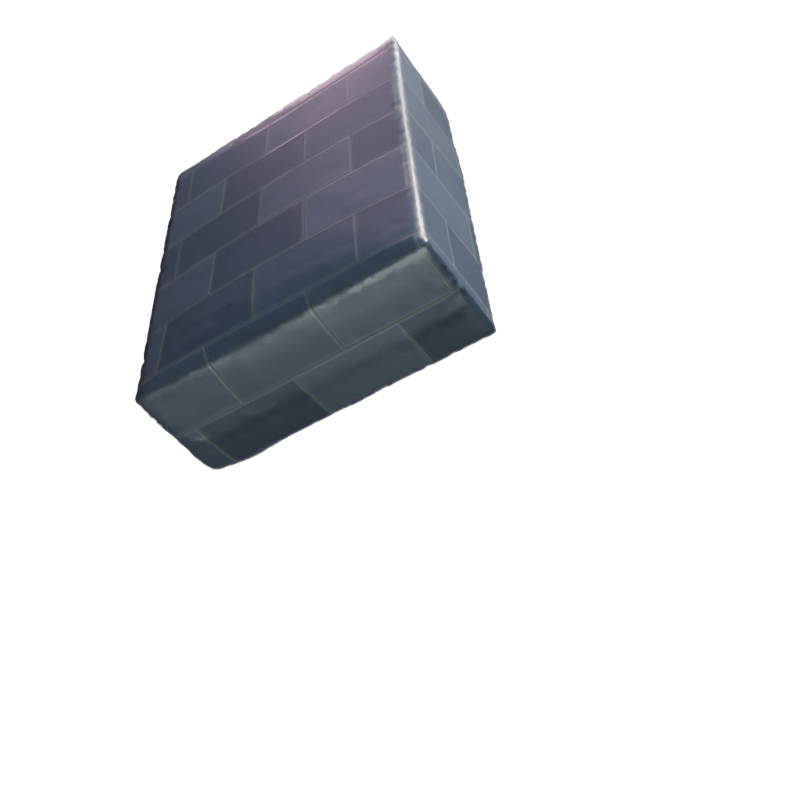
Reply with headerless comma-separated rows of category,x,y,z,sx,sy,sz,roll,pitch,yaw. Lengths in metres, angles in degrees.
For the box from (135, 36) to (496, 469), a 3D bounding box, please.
box,-0.047,-0.085,0.596,0.164,0.067,0.229,-28,35,18
